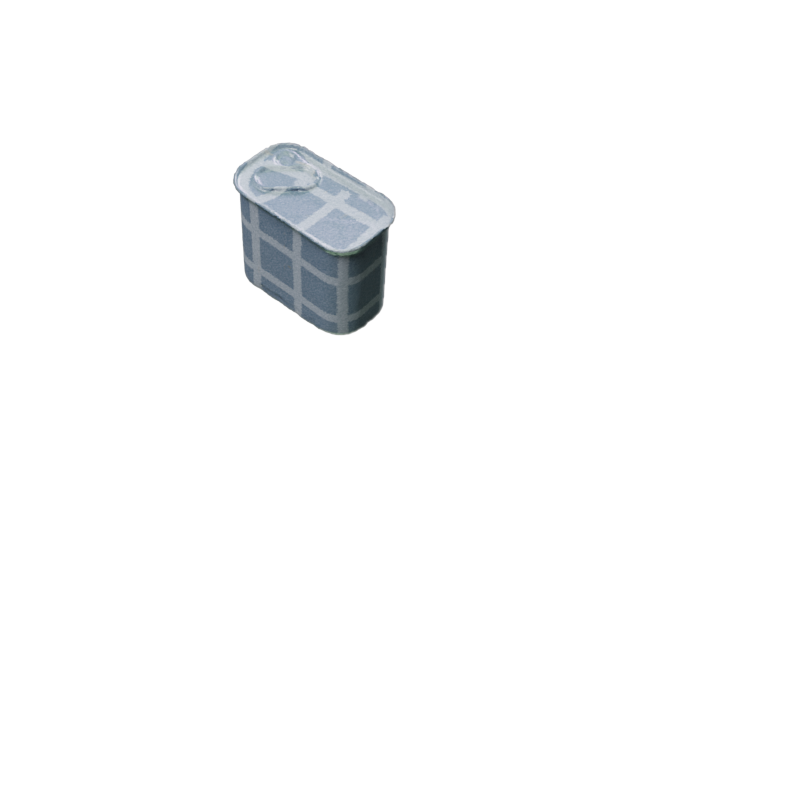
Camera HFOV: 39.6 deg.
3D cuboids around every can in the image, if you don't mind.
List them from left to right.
[{"bbox_3d":[-0.055,-0.099,0.695,0.108,0.078,0.058,35,57,25],"label":"can"}]
